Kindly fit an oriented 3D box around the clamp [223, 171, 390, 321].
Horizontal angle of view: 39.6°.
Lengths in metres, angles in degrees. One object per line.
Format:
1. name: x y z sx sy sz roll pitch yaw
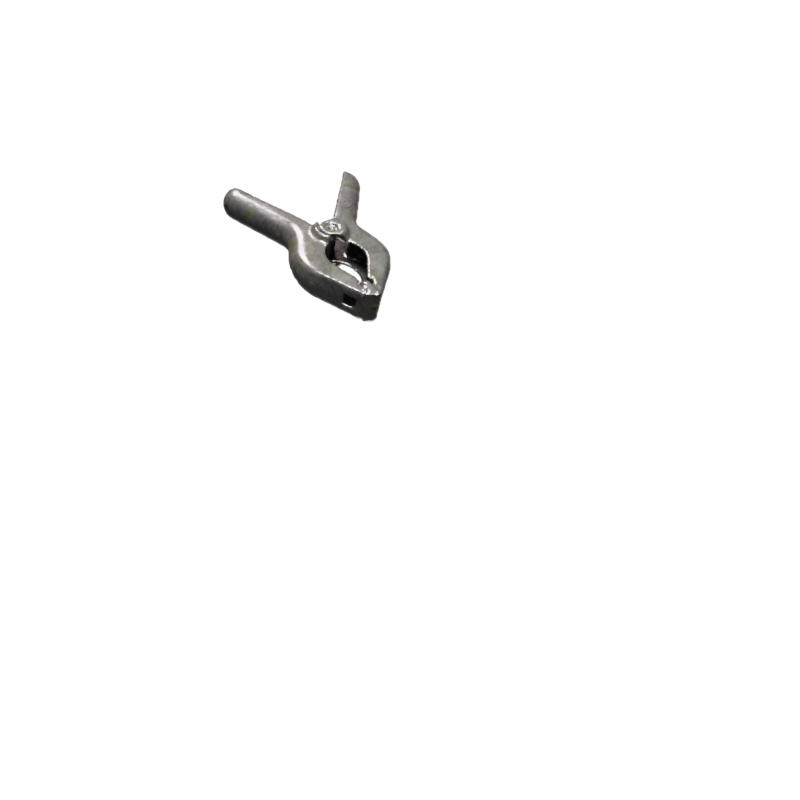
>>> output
1. clamp: -0.069 -0.125 0.878 0.119 0.037 0.186 -11 42 -13
